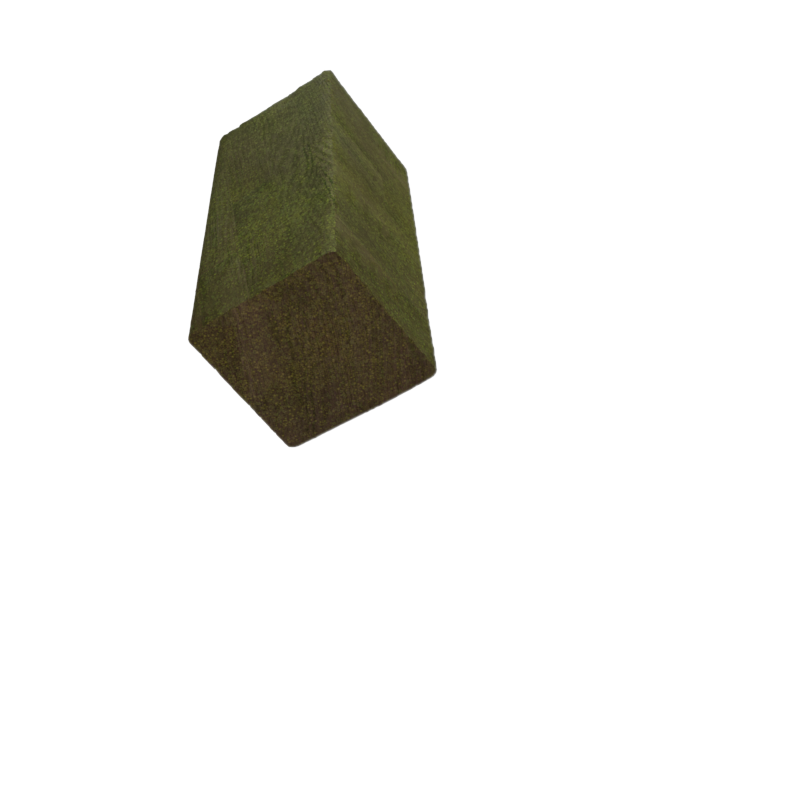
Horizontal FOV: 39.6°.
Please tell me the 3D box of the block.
[{"bbox_3d":[-0.049,-0.088,0.618,0.090,0.085,0.221,-29,34,17],"label":"block"}]
